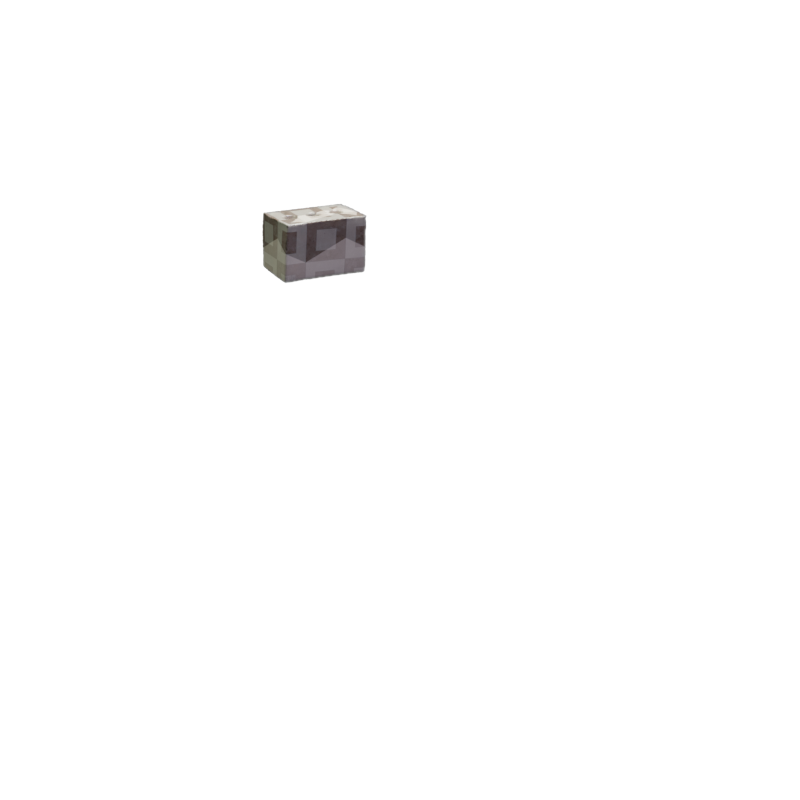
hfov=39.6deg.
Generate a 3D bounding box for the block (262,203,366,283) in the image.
[{"bbox_3d":[-0.076,-0.138,0.965,0.076,0.049,0.056,-11,23,-26],"label":"block"}]
